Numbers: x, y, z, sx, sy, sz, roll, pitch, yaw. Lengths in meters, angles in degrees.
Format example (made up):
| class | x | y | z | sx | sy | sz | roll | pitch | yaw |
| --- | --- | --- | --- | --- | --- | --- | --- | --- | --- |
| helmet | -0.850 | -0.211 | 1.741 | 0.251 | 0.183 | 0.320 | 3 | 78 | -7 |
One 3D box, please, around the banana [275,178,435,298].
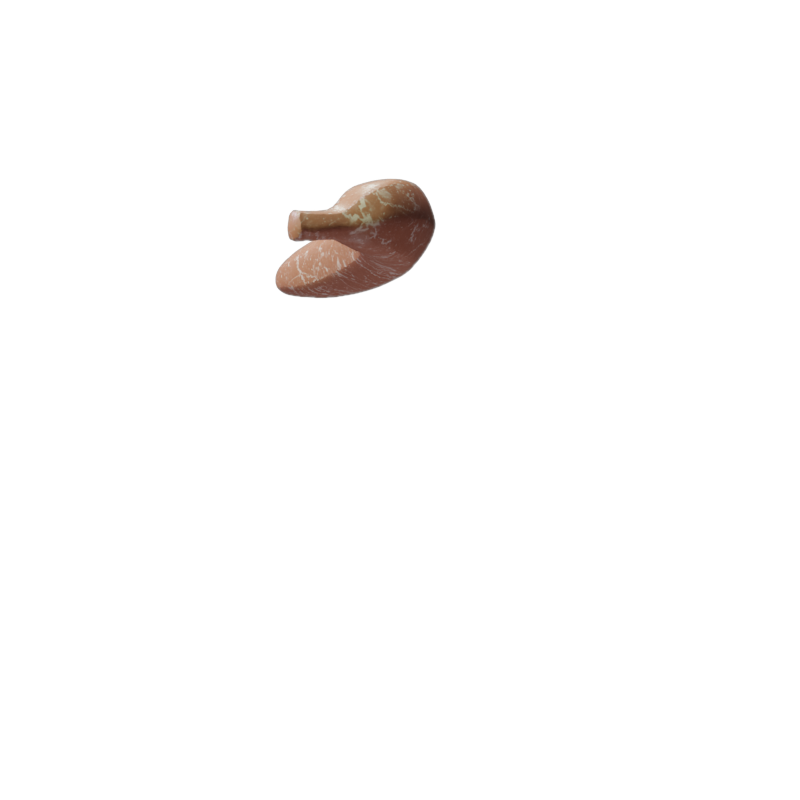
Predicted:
| class | x | y | z | sx | sy | sz | roll | pitch | yaw |
| --- | --- | --- | --- | --- | --- | --- | --- | --- | --- |
| banana | -0.022 | -0.075 | 0.524 | 0.069 | 0.037 | 0.196 | 0 | -3 | -7 |
